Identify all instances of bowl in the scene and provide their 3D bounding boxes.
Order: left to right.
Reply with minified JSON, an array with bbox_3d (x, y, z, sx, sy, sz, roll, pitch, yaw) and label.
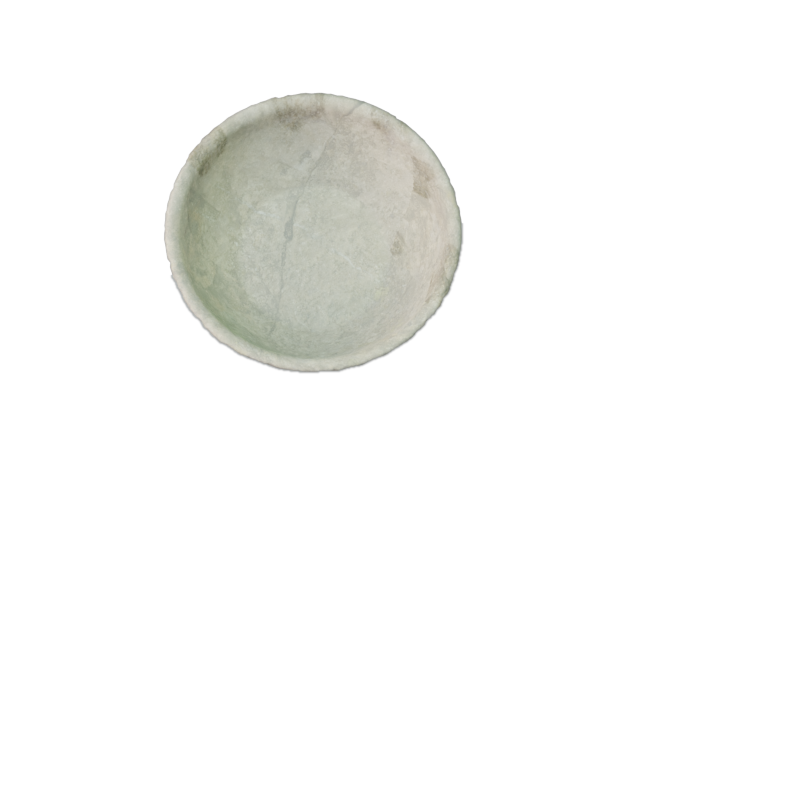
[{"bbox_3d":[-0.049,-0.089,0.625,0.162,0.169,0.053,-1,-18,-1],"label":"bowl"}]
